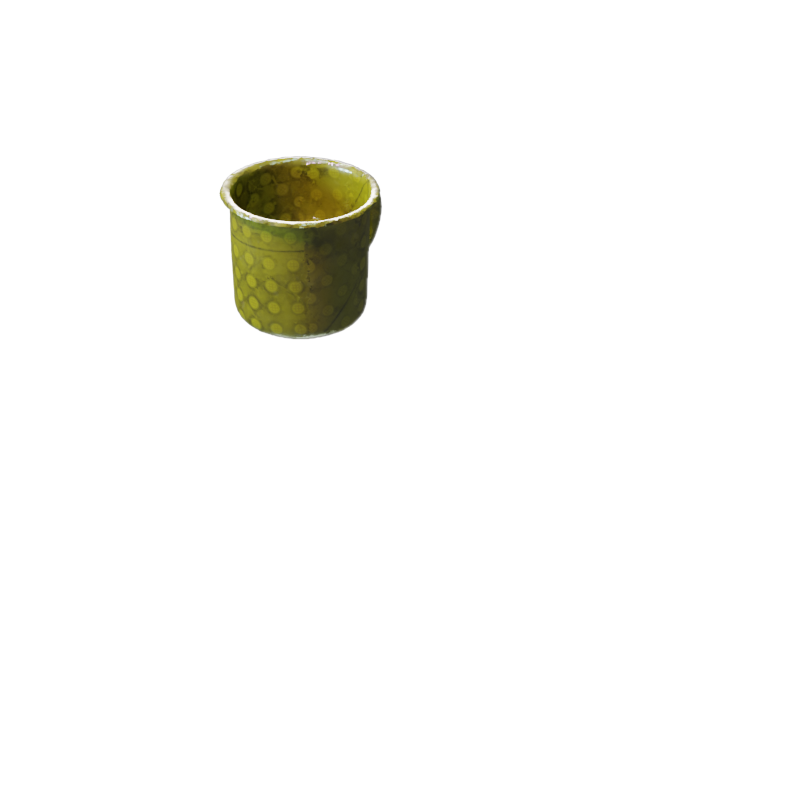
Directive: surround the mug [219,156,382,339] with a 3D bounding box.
[{"bbox_3d":[-0.053,-0.096,0.672,0.099,0.077,0.118,23,39,30],"label":"mug"}]
